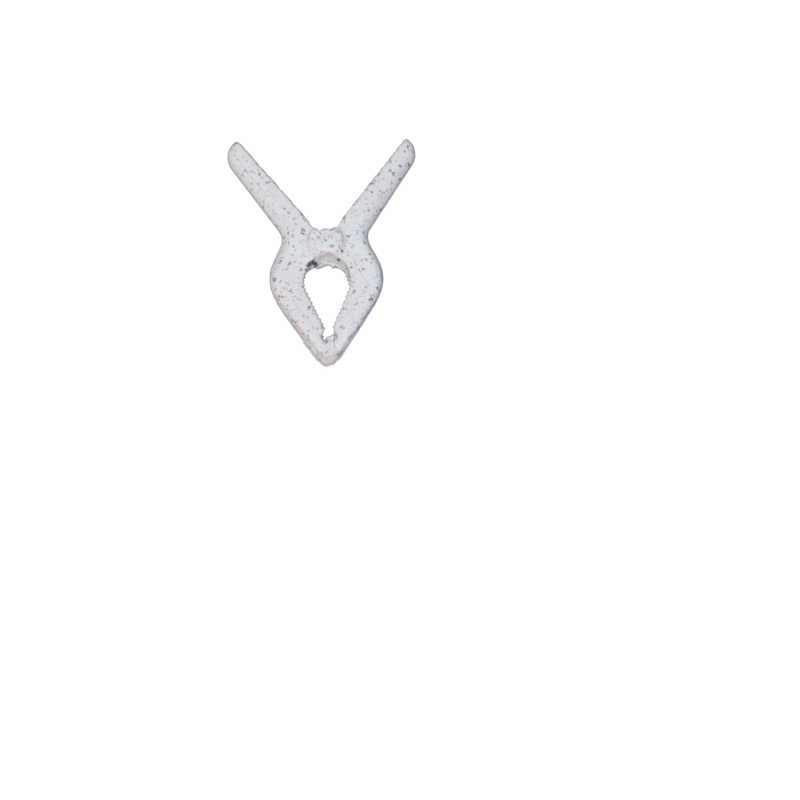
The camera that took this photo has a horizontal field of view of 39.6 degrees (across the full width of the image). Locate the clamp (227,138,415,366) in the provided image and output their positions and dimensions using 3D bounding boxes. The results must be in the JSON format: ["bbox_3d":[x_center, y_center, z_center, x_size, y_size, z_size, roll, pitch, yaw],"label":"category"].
[{"bbox_3d":[-0.074,-0.135,0.943,0.165,0.221,0.035,4,-23,1],"label":"clamp"}]
